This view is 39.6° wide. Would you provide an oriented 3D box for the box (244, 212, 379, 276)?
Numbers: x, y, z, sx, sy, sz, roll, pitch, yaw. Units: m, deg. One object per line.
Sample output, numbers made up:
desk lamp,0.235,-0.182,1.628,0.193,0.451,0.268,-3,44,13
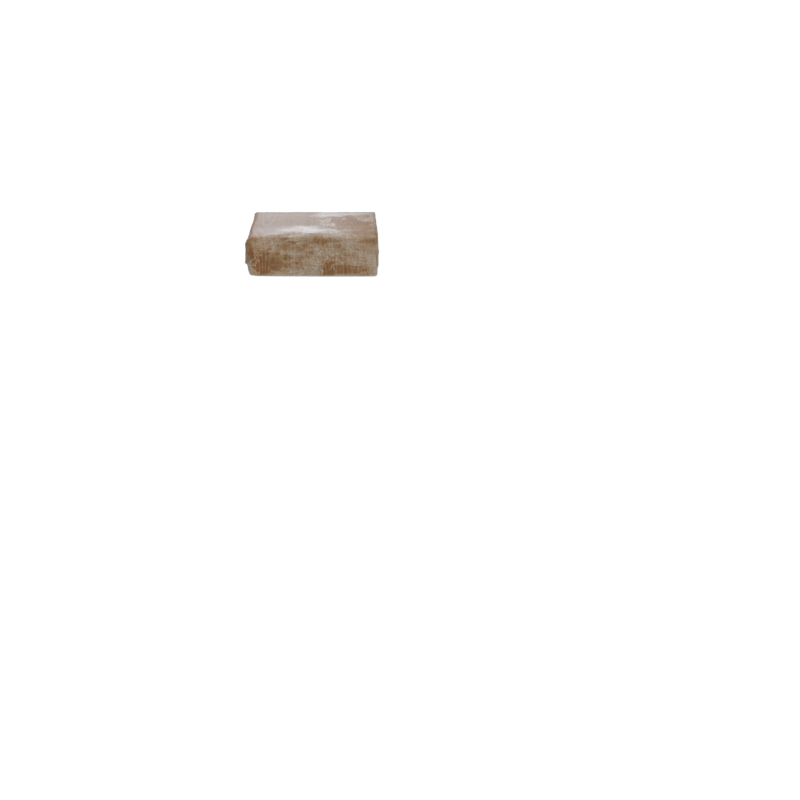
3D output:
box,-0.060,-0.110,0.768,0.089,0.029,0.076,0,22,0
